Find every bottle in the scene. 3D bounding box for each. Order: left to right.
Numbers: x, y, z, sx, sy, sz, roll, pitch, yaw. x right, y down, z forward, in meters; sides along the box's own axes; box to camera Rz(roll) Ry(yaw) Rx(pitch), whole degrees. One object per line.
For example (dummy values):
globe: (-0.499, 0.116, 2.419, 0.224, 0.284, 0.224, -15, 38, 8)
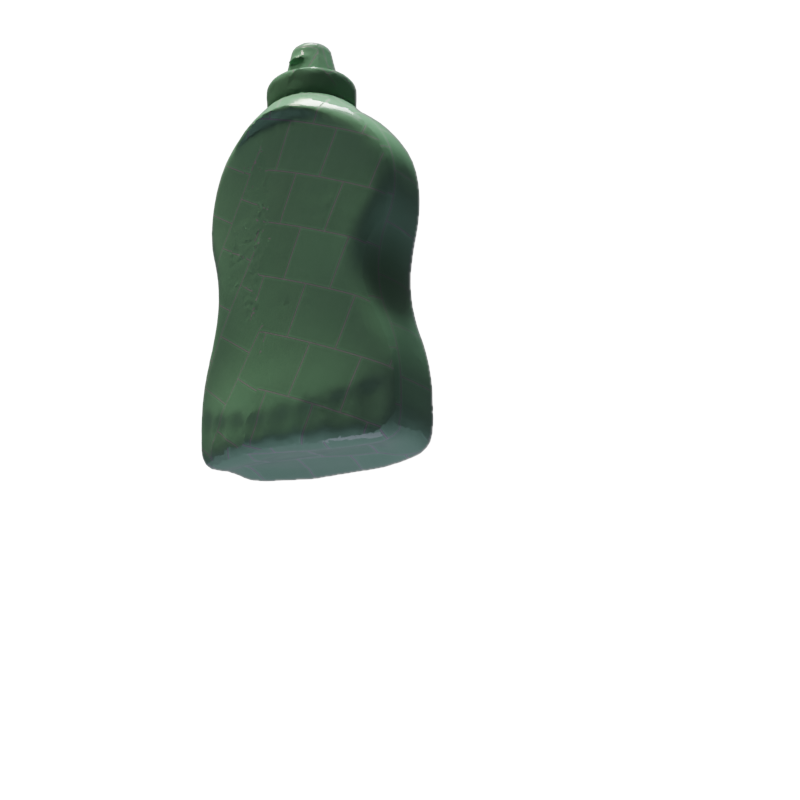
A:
bottle: (-0.037, -0.068, 0.474, 0.097, 0.202, 0.054, -16, -27, 32)
